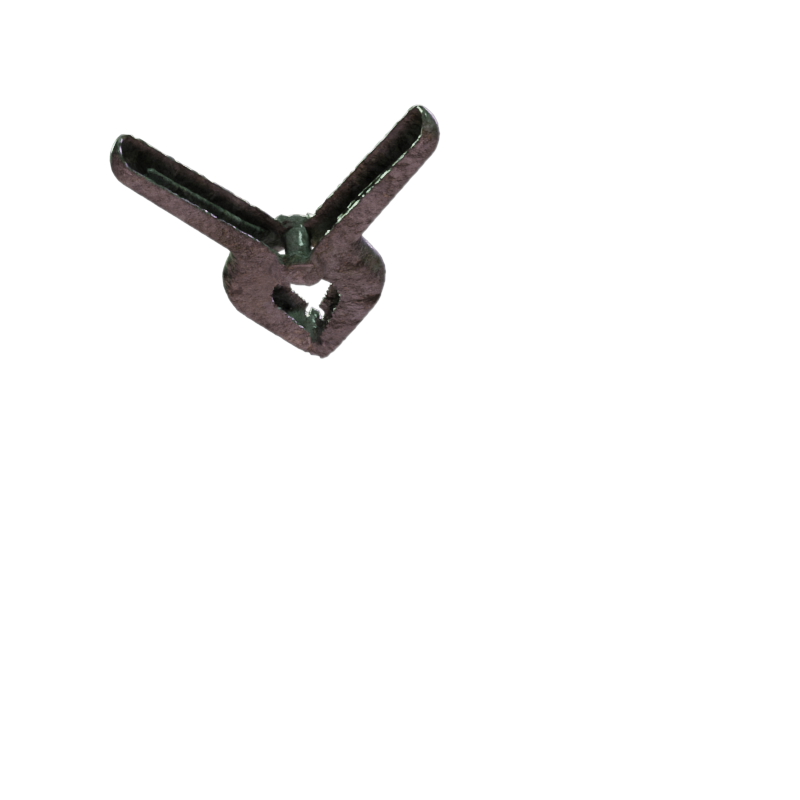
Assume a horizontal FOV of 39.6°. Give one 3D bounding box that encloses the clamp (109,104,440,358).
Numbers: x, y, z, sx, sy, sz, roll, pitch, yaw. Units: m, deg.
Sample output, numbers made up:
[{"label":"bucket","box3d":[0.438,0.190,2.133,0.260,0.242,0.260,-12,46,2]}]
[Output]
[{"label":"clamp","box3d":[-0.048,-0.088,0.617,0.166,0.039,0.194,-6,-31,10]}]
